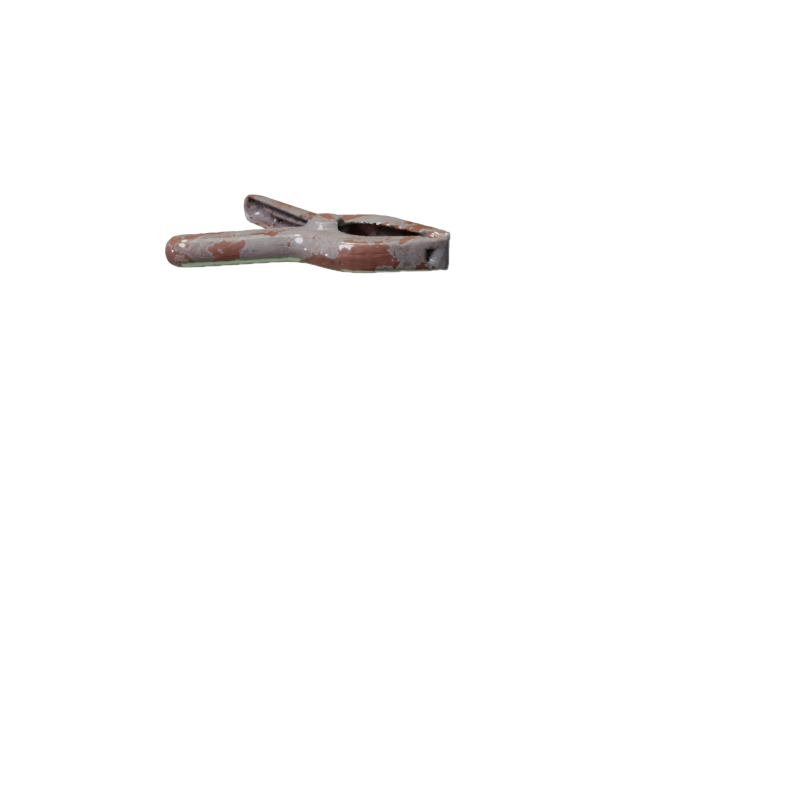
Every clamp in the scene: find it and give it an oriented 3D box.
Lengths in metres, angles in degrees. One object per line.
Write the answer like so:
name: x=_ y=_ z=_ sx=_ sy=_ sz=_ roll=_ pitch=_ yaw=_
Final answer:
clamp: x=-0.068 y=-0.124 z=0.869 sx=0.218 sy=0.035 sz=0.166 roll=11 pitch=26 yaw=23
